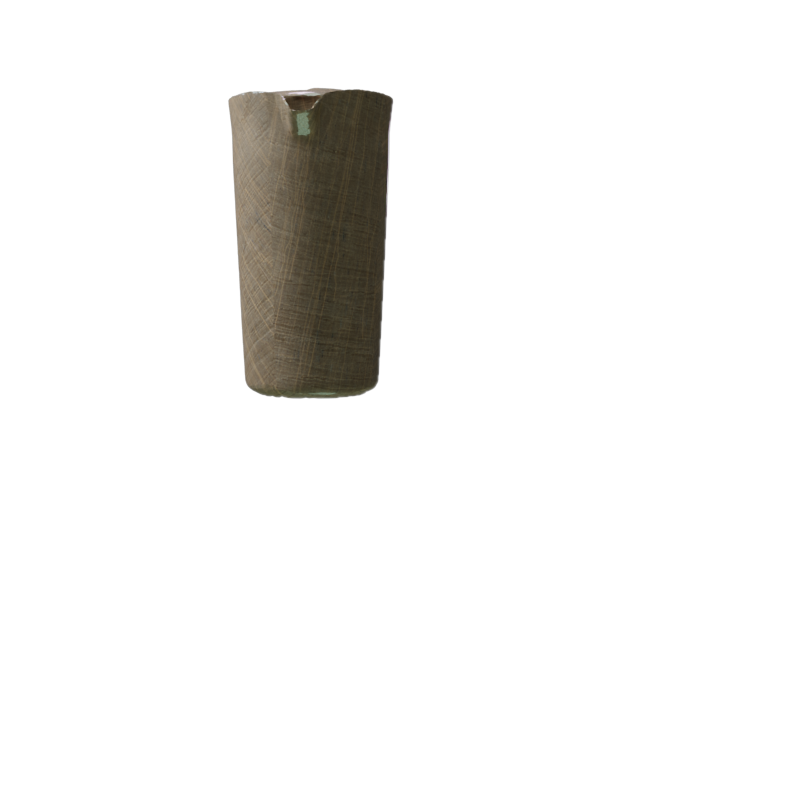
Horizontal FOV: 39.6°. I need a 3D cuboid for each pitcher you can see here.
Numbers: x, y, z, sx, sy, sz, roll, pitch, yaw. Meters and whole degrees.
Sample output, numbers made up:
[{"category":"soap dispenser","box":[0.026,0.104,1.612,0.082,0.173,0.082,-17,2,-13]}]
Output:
[{"category":"pitcher","box":[-0.071,-0.129,0.906,0.143,0.243,0.151,-1,2,-44]}]
